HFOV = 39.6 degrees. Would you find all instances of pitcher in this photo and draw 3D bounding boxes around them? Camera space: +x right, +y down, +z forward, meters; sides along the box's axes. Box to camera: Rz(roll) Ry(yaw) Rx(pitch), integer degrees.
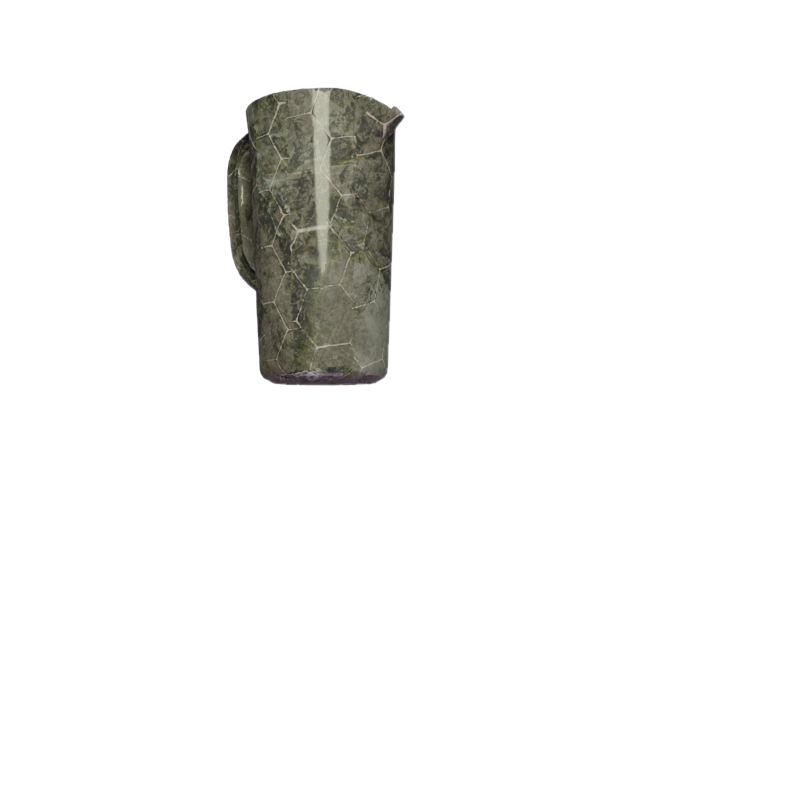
[{"bbox_3d":[-0.075,-0.136,0.955,0.143,0.249,0.148,1,-8,-9],"label":"pitcher"}]
